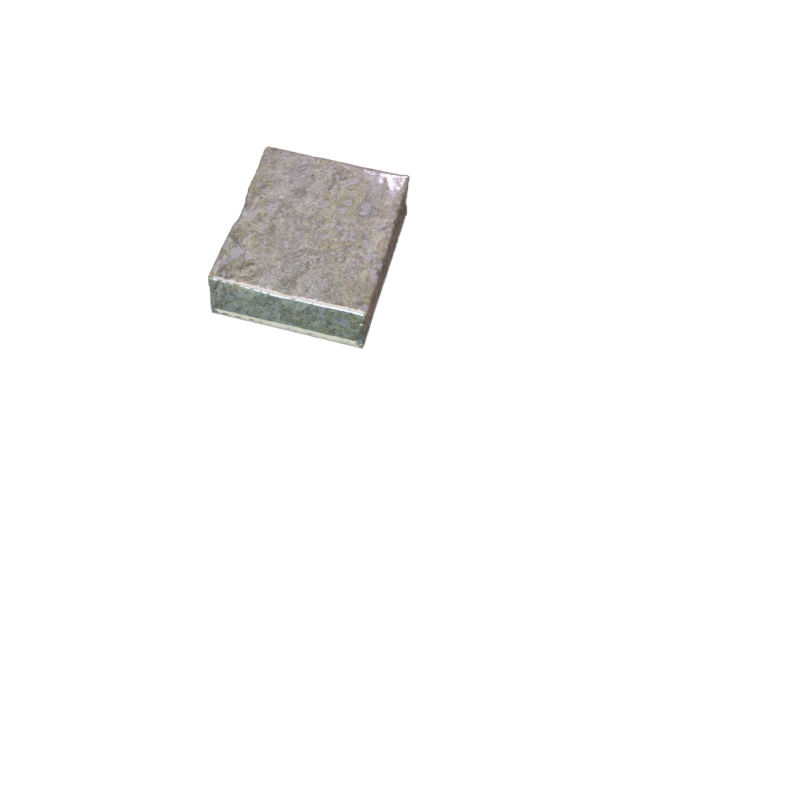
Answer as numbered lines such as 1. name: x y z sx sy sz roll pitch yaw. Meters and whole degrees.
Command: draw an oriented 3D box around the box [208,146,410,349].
1. box: -0.040 -0.074 0.517 0.074 0.094 0.028 12 -35 8
